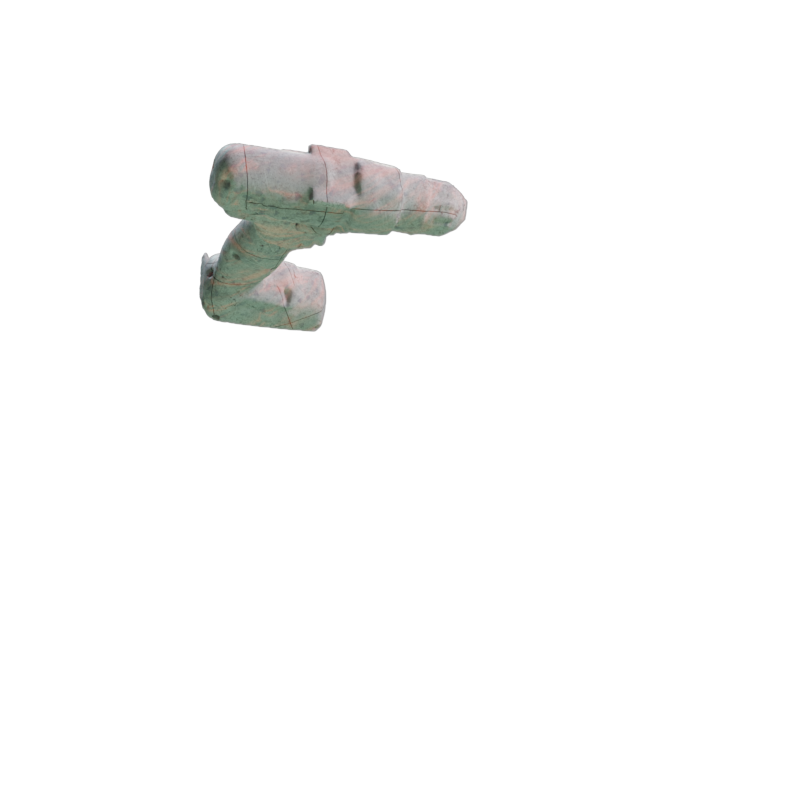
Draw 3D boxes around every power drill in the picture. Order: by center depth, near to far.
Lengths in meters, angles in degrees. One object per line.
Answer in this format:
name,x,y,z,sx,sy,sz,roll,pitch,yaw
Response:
power drill,-0.065,-0.118,0.825,0.180,0.061,0.181,9,-30,-17
